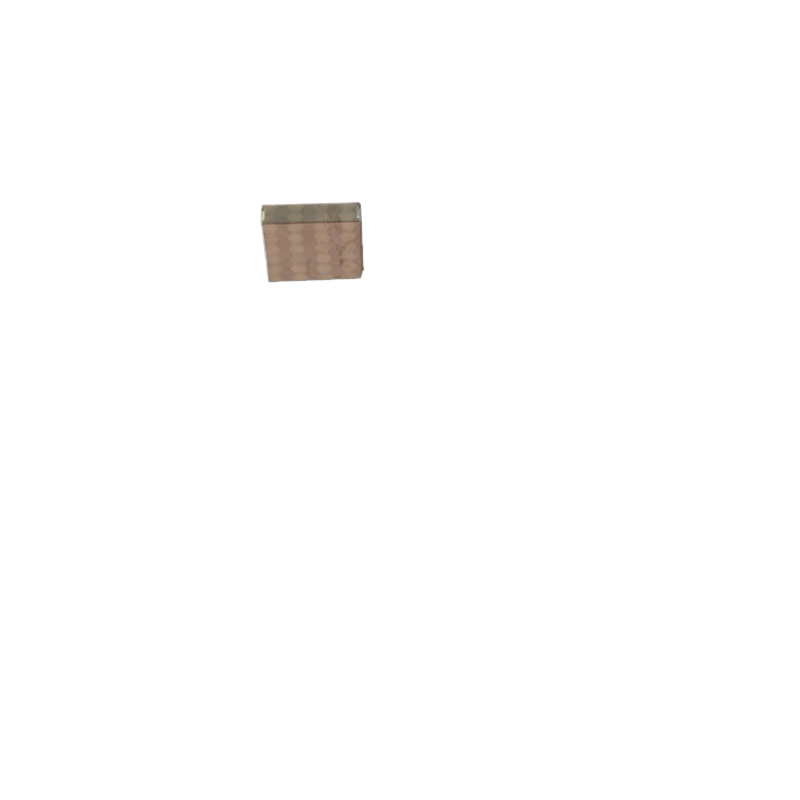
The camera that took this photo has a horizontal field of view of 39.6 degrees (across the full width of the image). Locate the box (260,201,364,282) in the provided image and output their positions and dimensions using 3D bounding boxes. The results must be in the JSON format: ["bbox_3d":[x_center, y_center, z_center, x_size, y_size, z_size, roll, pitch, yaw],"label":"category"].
[{"bbox_3d":[-0.078,-0.142,0.995,0.089,0.032,0.068,-2,-42,1],"label":"box"}]
